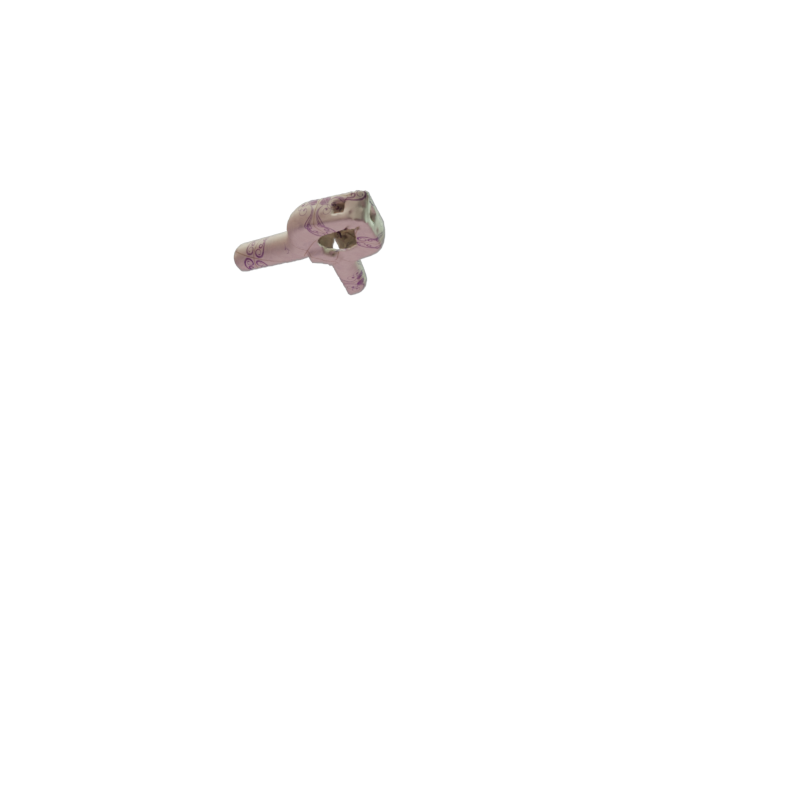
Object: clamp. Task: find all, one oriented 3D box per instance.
[{"bbox_3d":[-0.072,-0.131,0.915,0.118,0.041,0.166,4,-18,-12],"label":"clamp"}]
